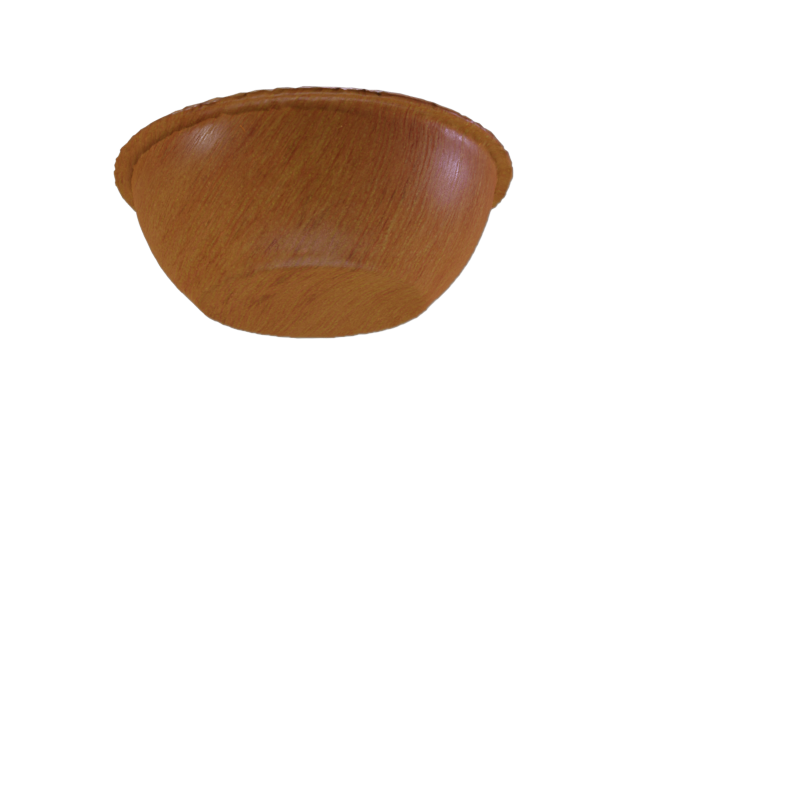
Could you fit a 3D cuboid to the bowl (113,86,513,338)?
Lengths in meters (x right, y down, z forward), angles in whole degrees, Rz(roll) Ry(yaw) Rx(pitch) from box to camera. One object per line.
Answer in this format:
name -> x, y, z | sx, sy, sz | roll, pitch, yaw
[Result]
bowl -> -0.035, -0.064, 0.445 | 0.162, 0.057, 0.156 | 0, -15, -2
